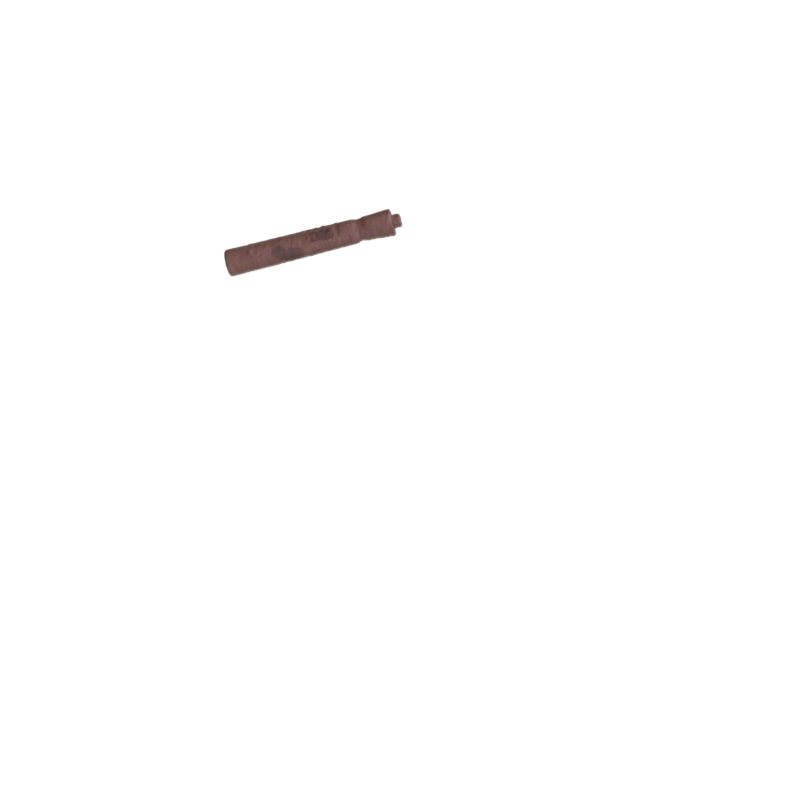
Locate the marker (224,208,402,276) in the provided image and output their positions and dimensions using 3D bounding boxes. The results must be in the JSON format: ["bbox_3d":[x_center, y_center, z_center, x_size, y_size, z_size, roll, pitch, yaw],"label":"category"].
[{"bbox_3d":[-0.058,-0.106,0.743,0.122,0.020,0.020,-13,2,9],"label":"marker"}]
